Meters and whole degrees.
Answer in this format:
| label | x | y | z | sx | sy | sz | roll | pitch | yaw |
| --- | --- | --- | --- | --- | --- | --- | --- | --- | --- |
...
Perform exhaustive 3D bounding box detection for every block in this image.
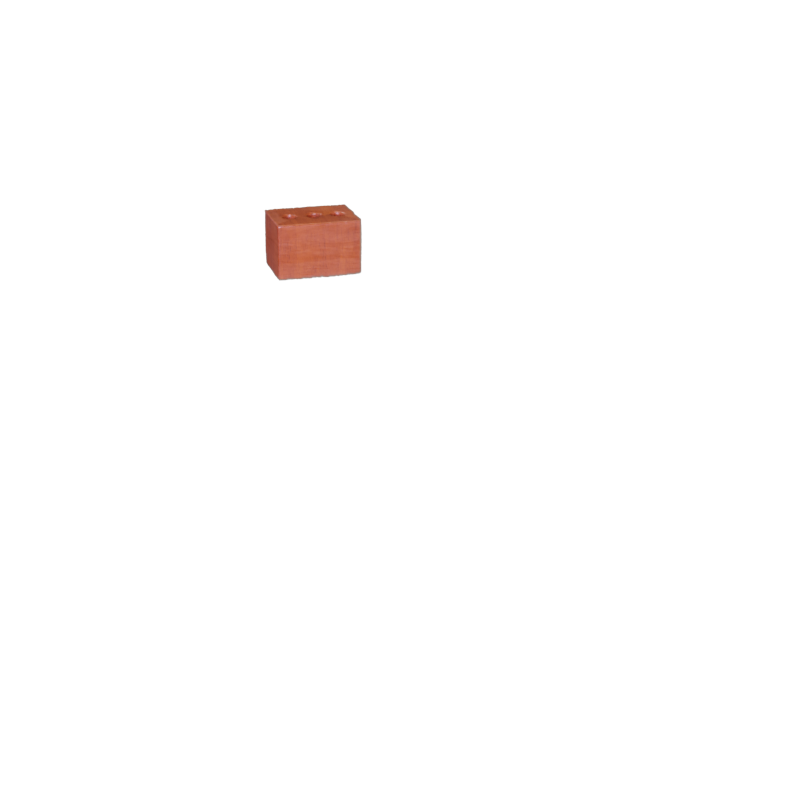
| label | x | y | z | sx | sy | sz | roll | pitch | yaw |
| --- | --- | --- | --- | --- | --- | --- | --- | --- | --- |
| block | -0.077 | -0.141 | 0.985 | 0.077 | 0.049 | 0.056 | -6 | 22 | -15 |
